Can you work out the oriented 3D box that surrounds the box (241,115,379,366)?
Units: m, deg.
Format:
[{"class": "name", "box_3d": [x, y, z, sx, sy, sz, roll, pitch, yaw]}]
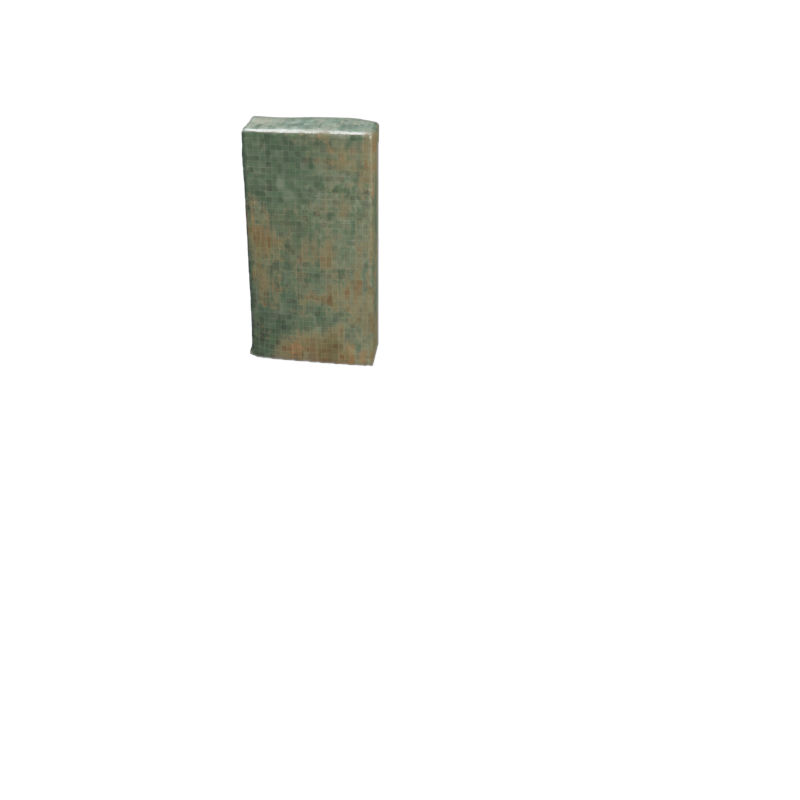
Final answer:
[{"class": "box", "box_3d": [-0.062, -0.113, 0.793, 0.094, 0.168, 0.050, 4, 22, 8]}]
